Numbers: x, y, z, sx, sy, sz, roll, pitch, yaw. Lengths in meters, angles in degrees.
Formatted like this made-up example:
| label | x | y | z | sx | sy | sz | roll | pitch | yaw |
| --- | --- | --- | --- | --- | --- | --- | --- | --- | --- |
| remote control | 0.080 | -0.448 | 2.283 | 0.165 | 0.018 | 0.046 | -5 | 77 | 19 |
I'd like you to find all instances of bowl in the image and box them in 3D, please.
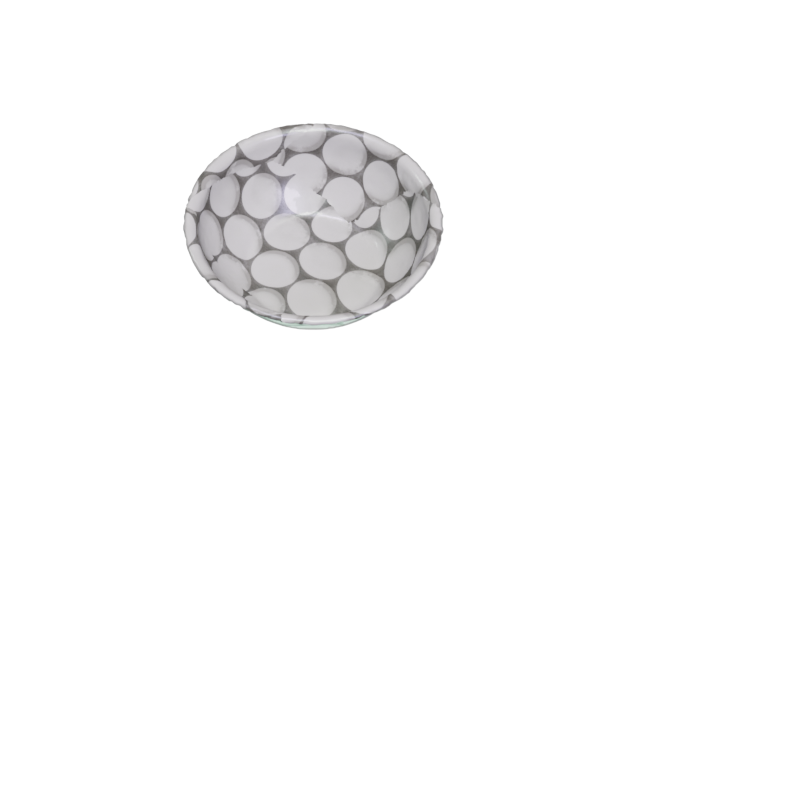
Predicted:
| label | x | y | z | sx | sy | sz | roll | pitch | yaw |
| --- | --- | --- | --- | --- | --- | --- | --- | --- | --- |
| bowl | -0.056 | -0.102 | 0.712 | 0.162 | 0.174 | 0.051 | -1 | -35 | -1 |
